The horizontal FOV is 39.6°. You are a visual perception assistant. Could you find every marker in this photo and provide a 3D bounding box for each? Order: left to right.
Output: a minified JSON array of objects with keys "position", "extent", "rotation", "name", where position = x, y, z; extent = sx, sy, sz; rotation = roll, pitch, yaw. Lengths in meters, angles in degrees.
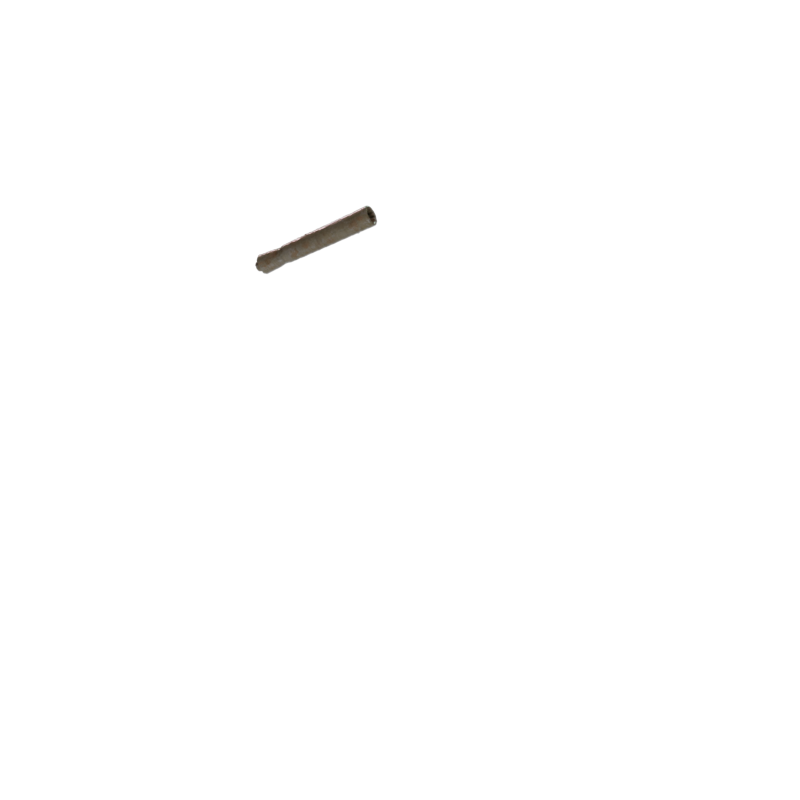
[{"position":[-0.076,-0.138,0.969],"extent":[0.122,0.020,0.019],"rotation":[-20,-5,26],"name":"marker"}]
